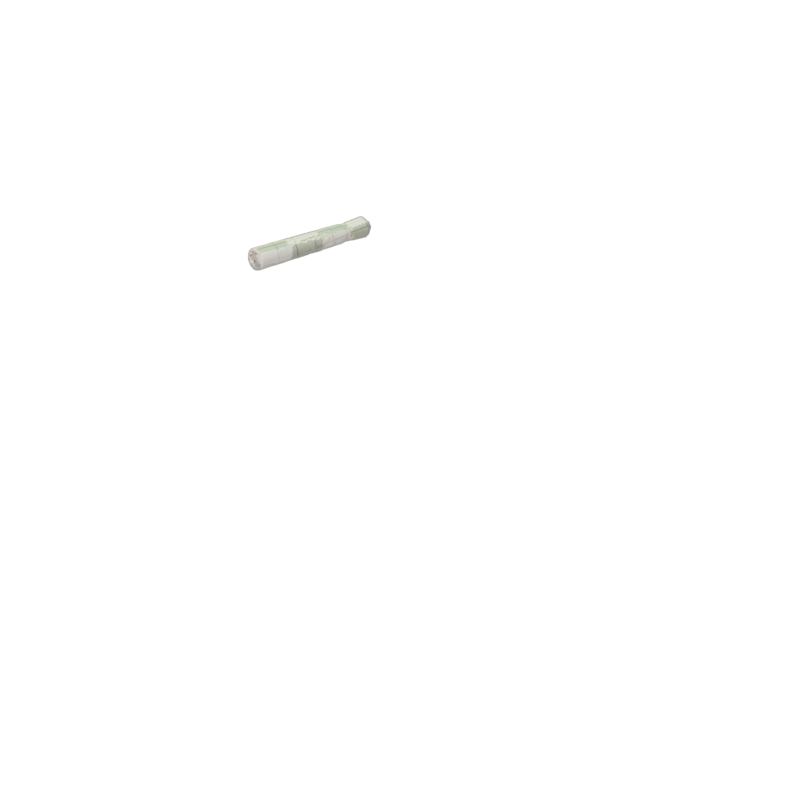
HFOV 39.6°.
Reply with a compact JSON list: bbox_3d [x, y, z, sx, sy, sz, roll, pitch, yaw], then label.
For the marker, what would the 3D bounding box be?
[{"bbox_3d":[-0.071,-0.129,0.905,0.119,0.019,0.021,-23,18,-37],"label":"marker"}]
